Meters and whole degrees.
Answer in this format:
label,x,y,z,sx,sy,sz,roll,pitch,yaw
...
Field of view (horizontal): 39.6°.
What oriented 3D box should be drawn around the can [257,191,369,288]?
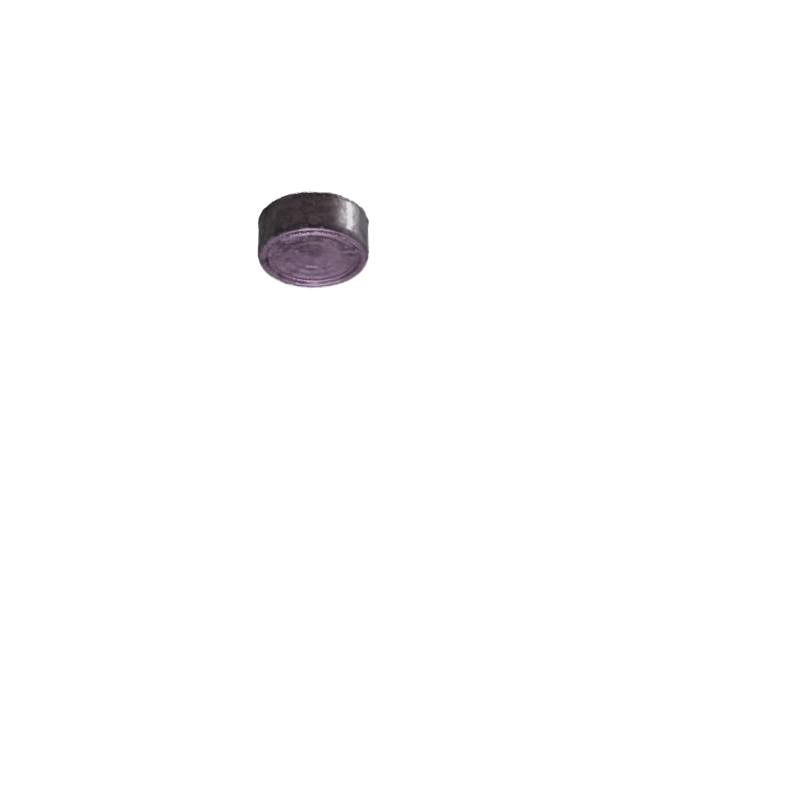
label,x,y,z,sx,sy,sz,roll,pitch,yaw
can,-0.066,-0.121,0.846,0.086,0.036,0.081,1,-29,-2
